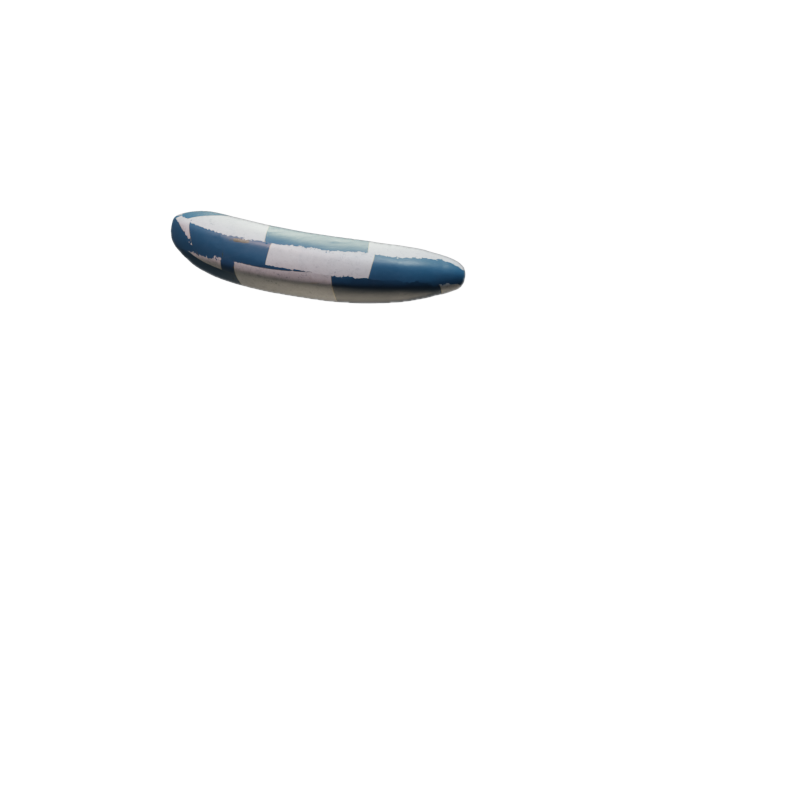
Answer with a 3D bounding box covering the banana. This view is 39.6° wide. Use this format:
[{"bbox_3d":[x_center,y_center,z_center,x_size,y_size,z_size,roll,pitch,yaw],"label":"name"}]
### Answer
[{"bbox_3d":[-0.064,-0.087,0.654,0.206,0.035,0.071,16,34,25],"label":"banana"}]
